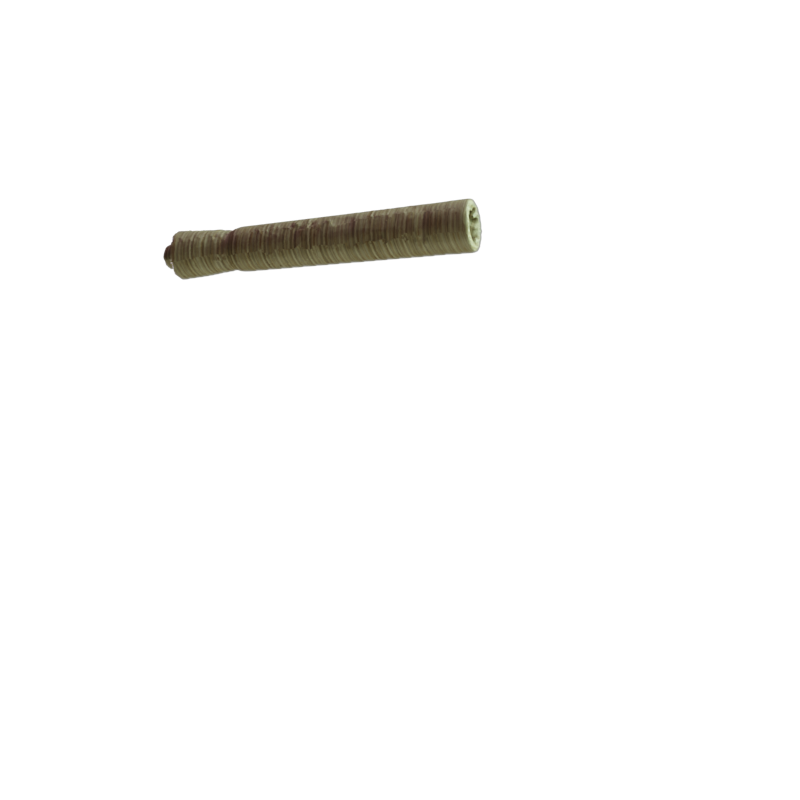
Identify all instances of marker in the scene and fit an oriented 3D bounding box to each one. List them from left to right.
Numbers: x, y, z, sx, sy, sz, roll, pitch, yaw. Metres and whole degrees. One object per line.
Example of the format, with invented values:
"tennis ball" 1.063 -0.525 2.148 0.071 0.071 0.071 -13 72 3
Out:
"marker" -0.032 -0.057 0.402 0.124 0.020 0.019 -2 3 22
